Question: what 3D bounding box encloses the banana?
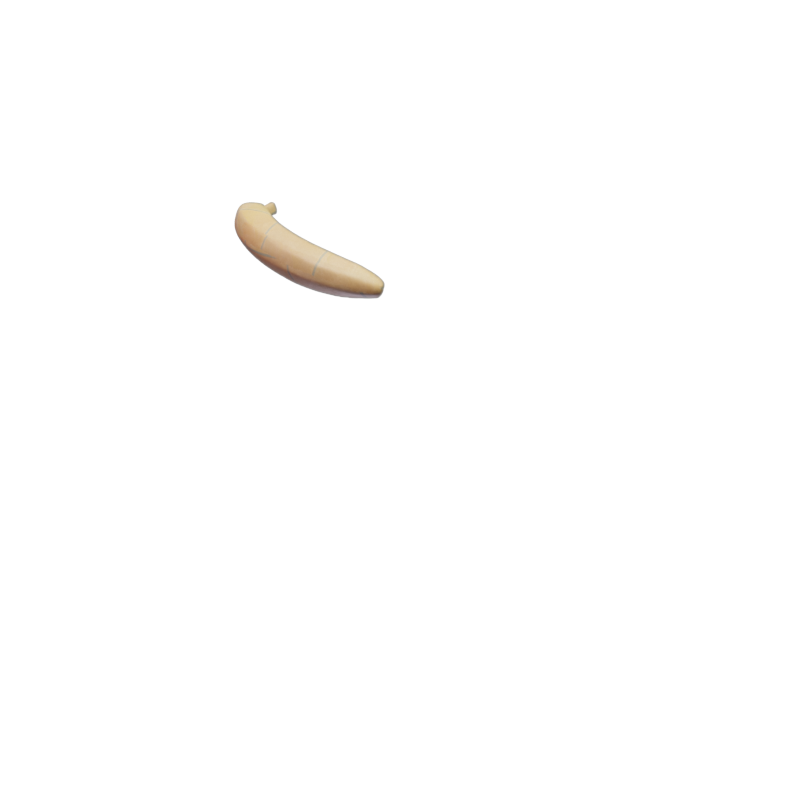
[{"bbox_3d":[-0.093,-0.135,0.963,0.069,0.034,0.213,-18,38,-26],"label":"banana"}]
